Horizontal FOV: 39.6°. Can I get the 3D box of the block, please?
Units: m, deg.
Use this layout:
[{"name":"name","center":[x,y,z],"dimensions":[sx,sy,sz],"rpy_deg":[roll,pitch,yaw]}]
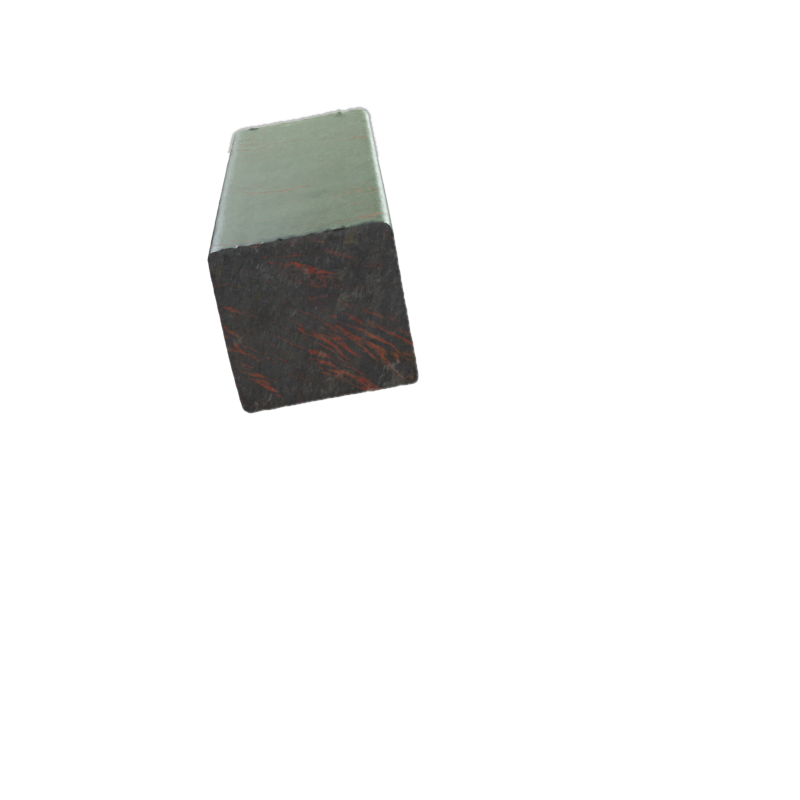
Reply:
[{"name":"block","center":[-0.049,-0.090,0.625],"dimensions":[0.091,0.085,0.218],"rpy_deg":[-10,28,2]}]
